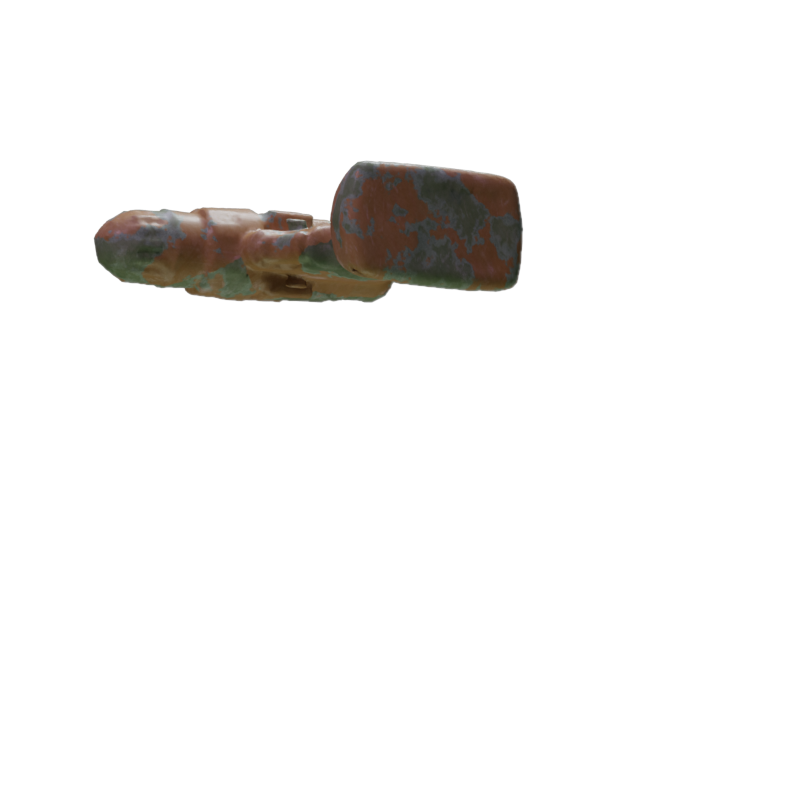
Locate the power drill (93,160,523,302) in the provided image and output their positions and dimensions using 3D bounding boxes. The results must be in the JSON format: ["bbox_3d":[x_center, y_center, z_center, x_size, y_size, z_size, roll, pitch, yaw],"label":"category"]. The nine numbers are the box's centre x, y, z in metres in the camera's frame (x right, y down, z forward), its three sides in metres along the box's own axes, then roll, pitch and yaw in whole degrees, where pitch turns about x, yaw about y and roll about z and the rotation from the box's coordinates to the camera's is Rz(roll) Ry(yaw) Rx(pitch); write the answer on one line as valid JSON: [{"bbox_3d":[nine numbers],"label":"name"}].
[{"bbox_3d":[-0.045,-0.082,0.575,0.178,0.058,0.194,-1,3,-33],"label":"power drill"}]
